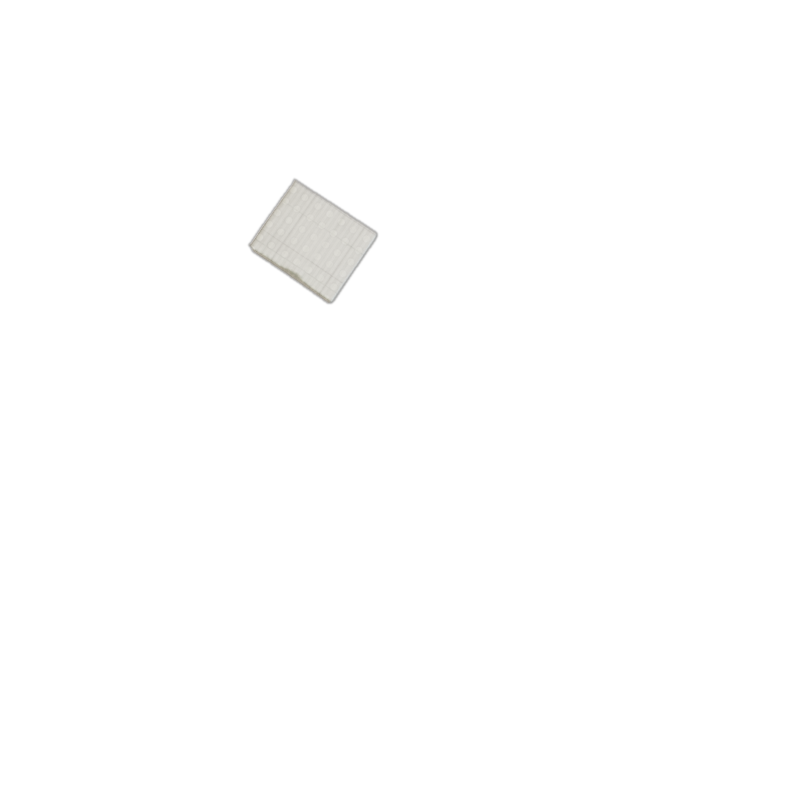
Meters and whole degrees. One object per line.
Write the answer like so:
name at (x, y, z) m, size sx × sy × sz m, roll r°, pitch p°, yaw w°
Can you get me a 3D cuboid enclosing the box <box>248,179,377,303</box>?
box at (-0.077, -0.140, 0.977) m, size 0.090 × 0.074 × 0.030 m, roll 34°, pitch -6°, yaw 4°
